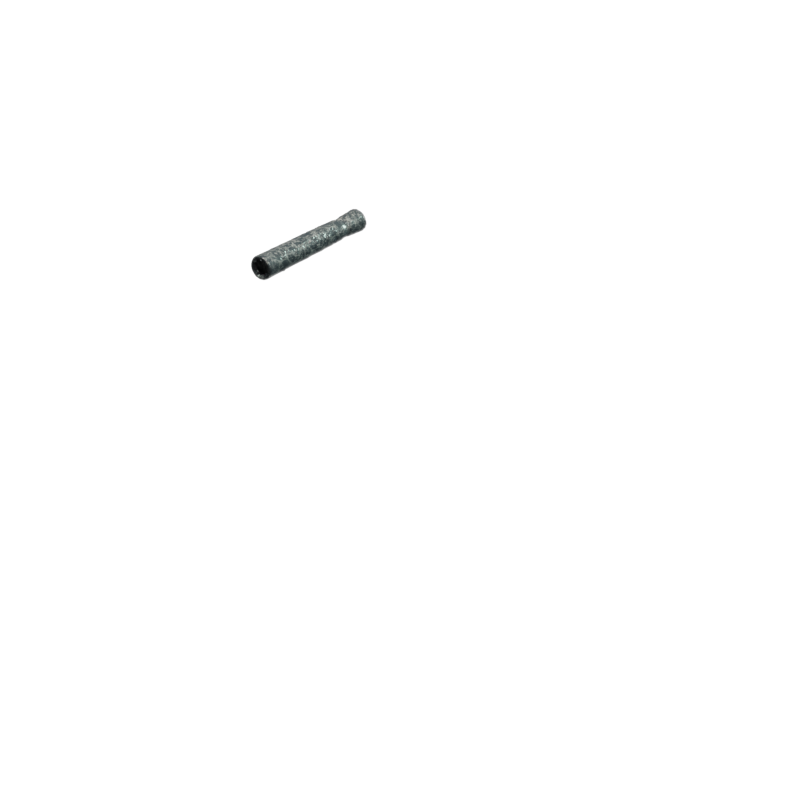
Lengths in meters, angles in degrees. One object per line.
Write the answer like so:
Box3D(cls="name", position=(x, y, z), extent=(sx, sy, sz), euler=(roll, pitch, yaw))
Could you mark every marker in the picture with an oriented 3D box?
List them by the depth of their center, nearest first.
Box3D(cls="marker", position=(-0.066, -0.120, 0.842), extent=(0.021, 0.019, 0.121), euler=(3, 26, 39))
